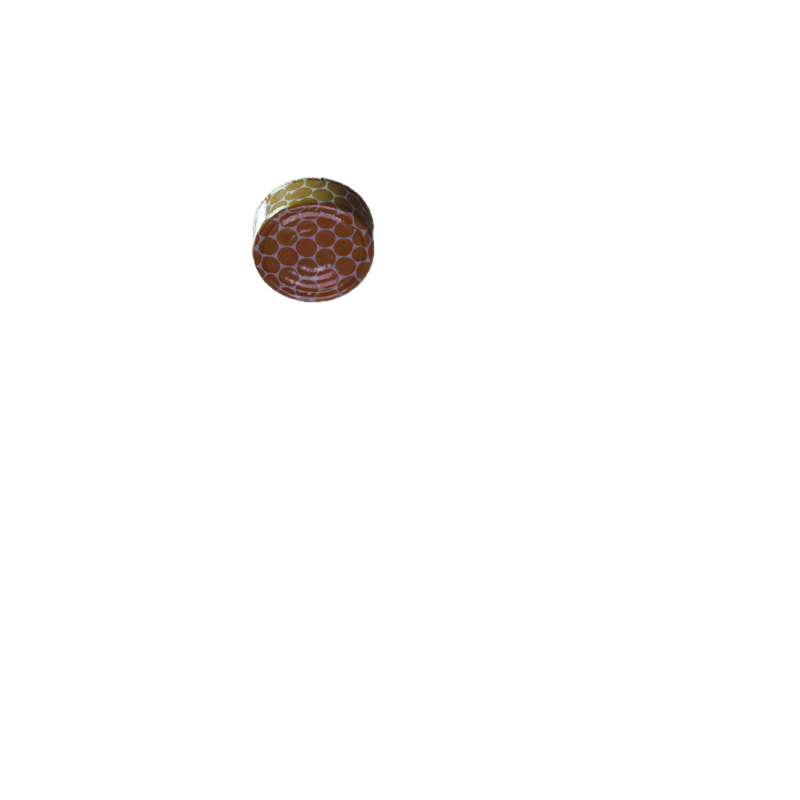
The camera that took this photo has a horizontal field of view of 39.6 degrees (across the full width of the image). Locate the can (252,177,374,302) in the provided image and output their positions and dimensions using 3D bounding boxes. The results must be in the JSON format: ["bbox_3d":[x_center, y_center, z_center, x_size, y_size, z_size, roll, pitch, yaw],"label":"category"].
[{"bbox_3d":[-0.060,-0.110,0.772,0.086,0.080,0.036,1,37,-1],"label":"can"}]
